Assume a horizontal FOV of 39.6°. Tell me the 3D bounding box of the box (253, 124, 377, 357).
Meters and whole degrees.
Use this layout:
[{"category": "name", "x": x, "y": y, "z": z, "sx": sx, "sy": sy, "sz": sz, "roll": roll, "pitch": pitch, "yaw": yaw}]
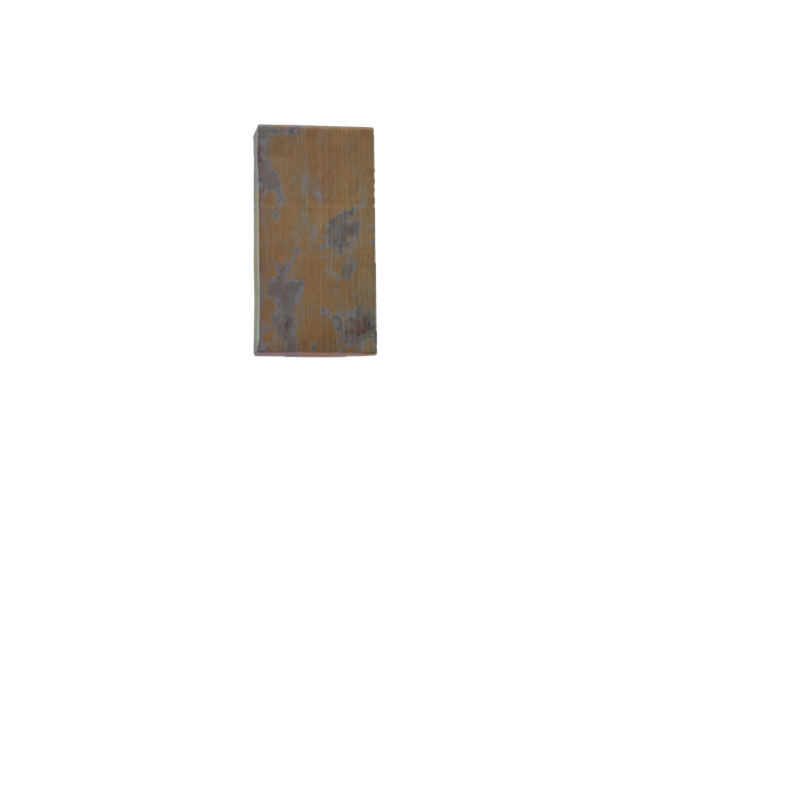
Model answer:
[{"category": "box", "x": -0.067, "y": -0.122, "z": 0.855, "sx": 0.092, "sy": 0.180, "sz": 0.048, "roll": 1, "pitch": -8, "yaw": -9}]
